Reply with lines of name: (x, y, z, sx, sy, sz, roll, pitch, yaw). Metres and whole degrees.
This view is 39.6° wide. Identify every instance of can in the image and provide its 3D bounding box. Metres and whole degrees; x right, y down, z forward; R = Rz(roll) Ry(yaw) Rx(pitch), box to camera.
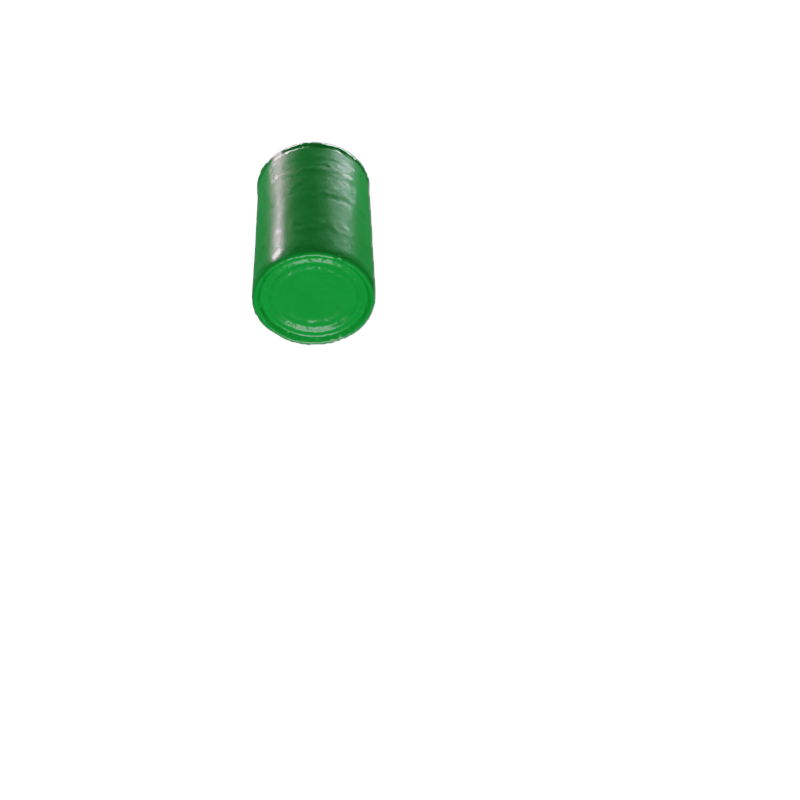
can: (-0.049, -0.089, 0.625, 0.068, 0.064, 0.110, -1, 43, -3)
